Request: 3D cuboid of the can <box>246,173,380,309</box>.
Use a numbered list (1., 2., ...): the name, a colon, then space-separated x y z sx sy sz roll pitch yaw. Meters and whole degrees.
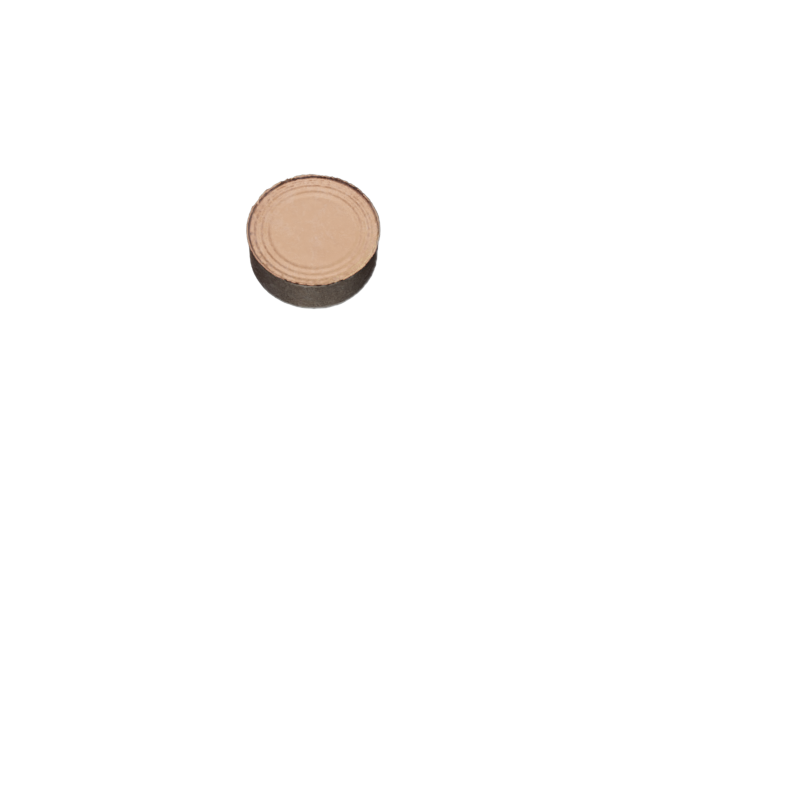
1. can: -0.056 -0.103 0.719 0.086 0.092 0.031 -1 -31 -1
